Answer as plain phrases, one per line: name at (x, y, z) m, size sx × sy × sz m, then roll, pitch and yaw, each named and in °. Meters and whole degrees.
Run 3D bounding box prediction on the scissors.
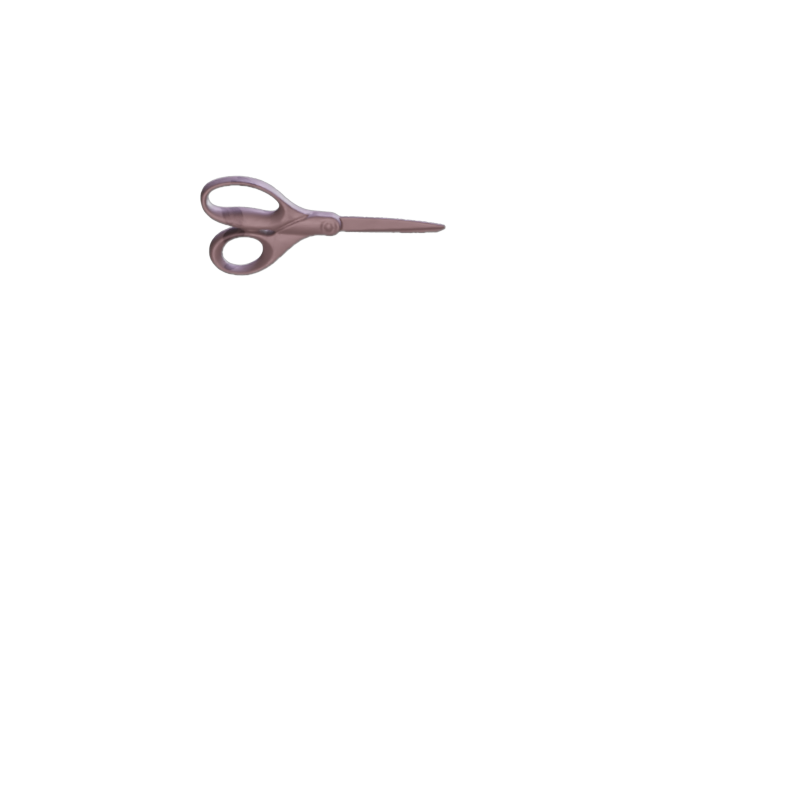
scissors at (-0.072, -0.132, 0.925) m, size 0.198 × 0.092 × 0.017 m, roll 15°, pitch 28°, yaw -8°
